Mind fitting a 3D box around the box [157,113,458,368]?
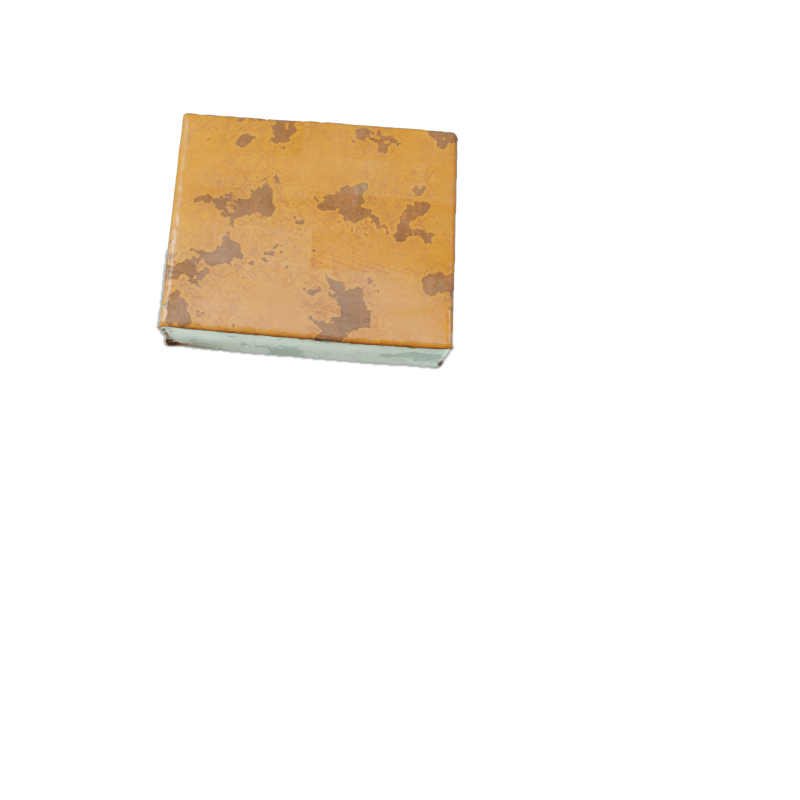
[{"bbox_3d":[-0.034,-0.063,0.440,0.114,0.094,0.037,3,-20,1],"label":"box"}]
